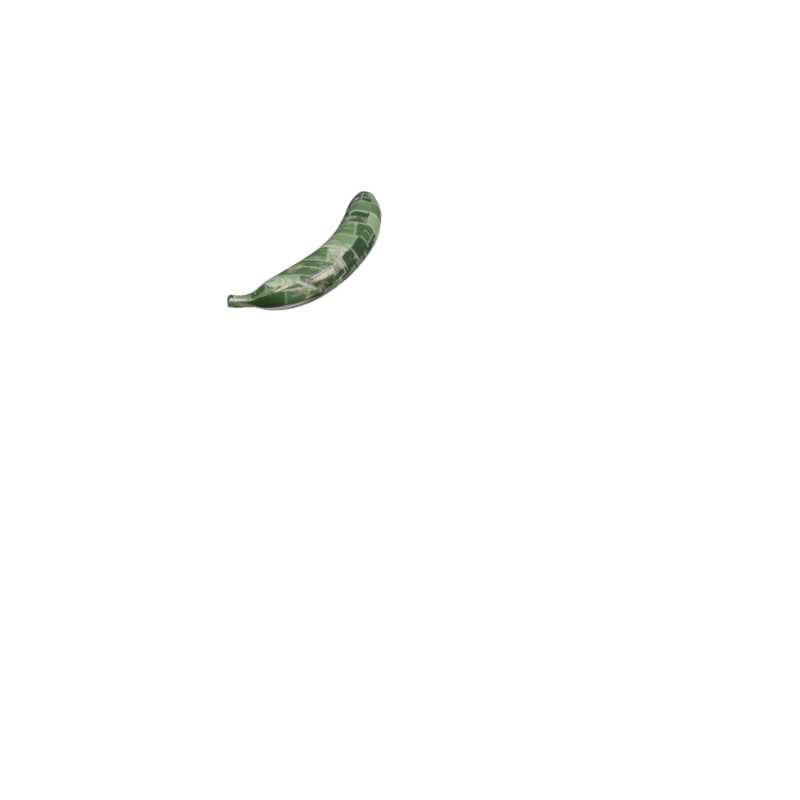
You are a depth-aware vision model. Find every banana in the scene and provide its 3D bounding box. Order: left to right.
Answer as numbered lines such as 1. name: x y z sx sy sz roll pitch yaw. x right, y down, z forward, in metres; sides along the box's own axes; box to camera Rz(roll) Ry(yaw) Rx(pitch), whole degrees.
1. banana: -0.065 -0.131 0.982 0.073 0.034 0.201 26 48 25
